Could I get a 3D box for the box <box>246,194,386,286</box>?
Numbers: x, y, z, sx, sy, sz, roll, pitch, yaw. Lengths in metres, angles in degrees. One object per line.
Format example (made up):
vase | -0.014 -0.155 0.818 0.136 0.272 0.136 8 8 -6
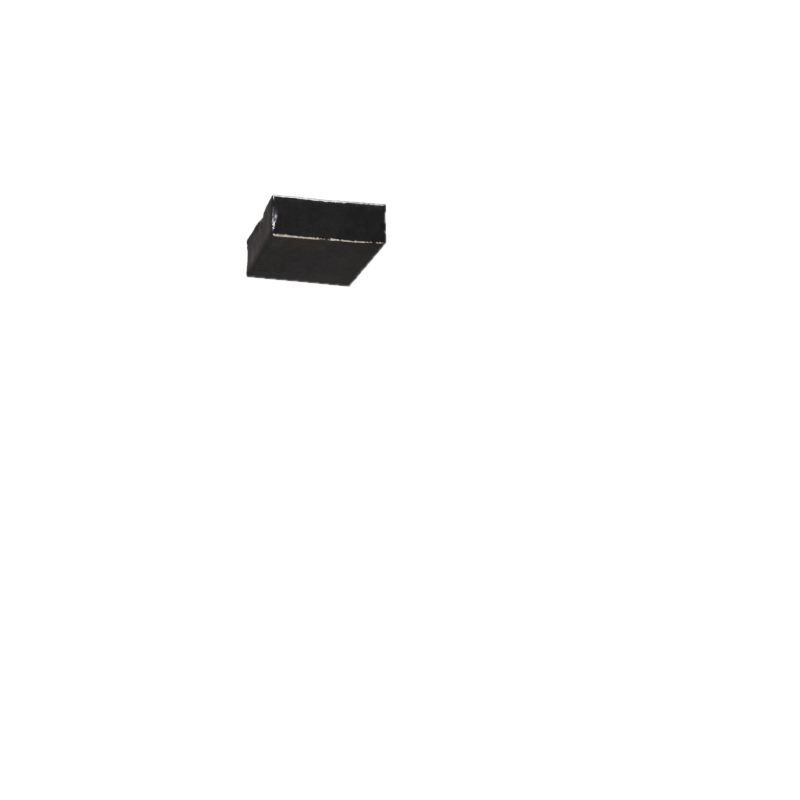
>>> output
box | -0.056 -0.102 0.715 0.072 0.031 0.088 4 -14 -16
